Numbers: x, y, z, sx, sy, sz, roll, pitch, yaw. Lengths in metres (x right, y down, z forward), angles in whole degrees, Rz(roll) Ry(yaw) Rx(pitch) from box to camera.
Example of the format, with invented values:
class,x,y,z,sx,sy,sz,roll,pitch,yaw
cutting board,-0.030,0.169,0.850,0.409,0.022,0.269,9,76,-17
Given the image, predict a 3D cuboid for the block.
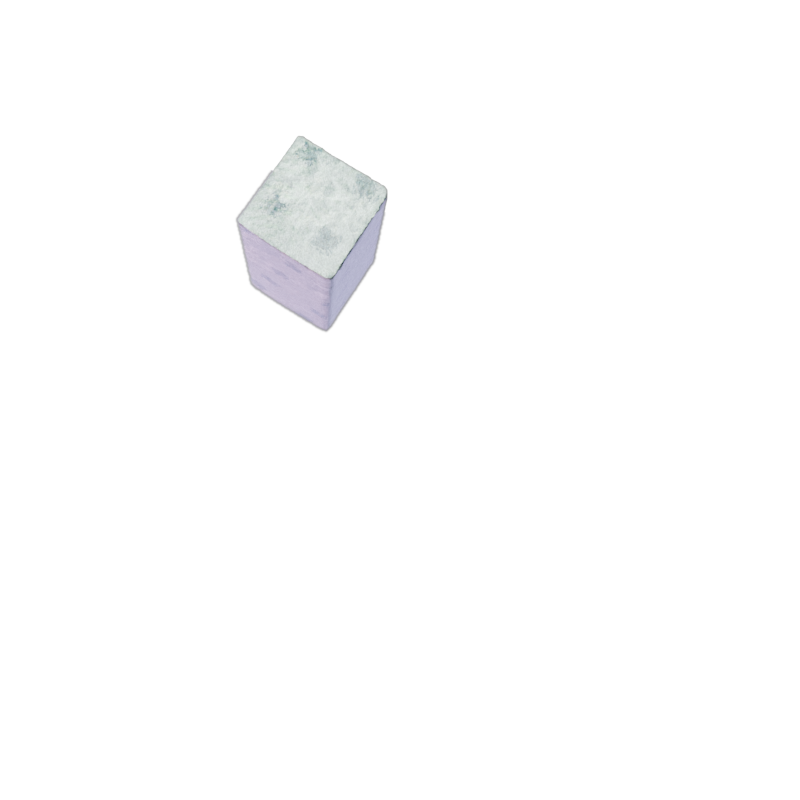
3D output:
class,x,y,z,sx,sy,sz,roll,pitch,yaw
block,-0.075,-0.138,0.969,0.091,0.092,0.200,33,-10,2
